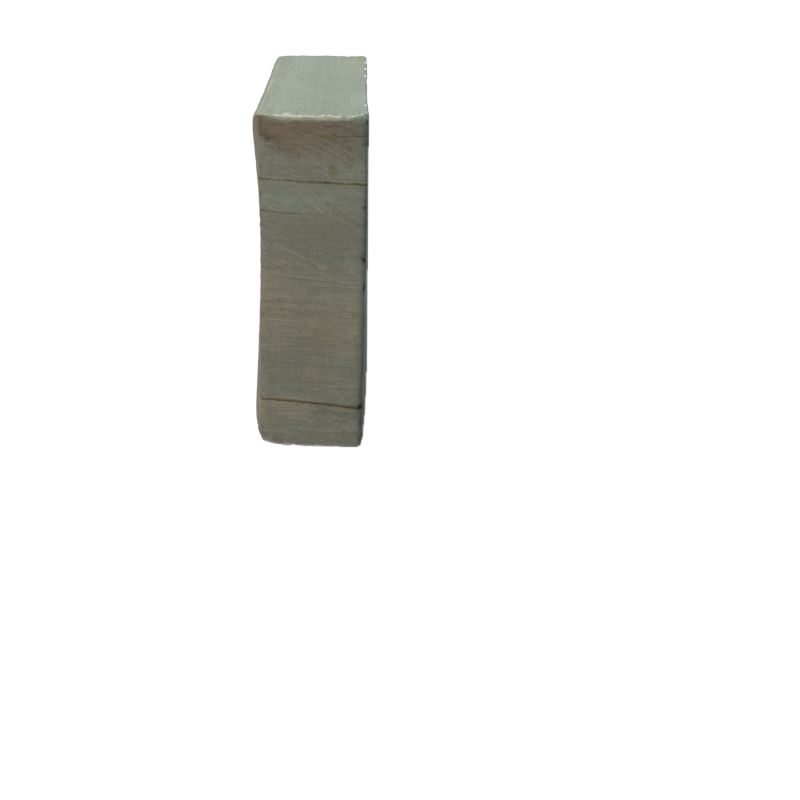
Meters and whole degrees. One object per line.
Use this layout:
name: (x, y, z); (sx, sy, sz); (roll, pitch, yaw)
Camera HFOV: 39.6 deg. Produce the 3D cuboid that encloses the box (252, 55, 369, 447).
box: (-0.056, -0.103, 0.721); (0.072, 0.203, 0.173); (1, 24, -2)
